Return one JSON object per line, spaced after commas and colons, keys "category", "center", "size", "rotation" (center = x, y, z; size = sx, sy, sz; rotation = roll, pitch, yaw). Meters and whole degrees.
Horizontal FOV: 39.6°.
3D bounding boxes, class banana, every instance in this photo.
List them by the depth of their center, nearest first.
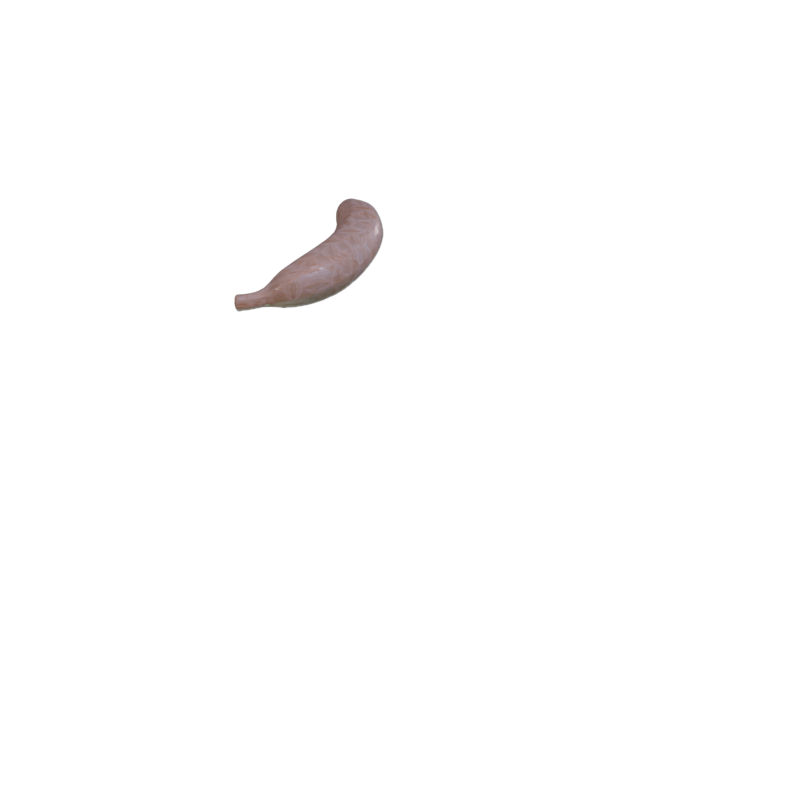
{"category": "banana", "center": [-0.050, -0.115, 0.836], "size": [0.072, 0.035, 0.202], "rotation": [11, 31, 19]}
